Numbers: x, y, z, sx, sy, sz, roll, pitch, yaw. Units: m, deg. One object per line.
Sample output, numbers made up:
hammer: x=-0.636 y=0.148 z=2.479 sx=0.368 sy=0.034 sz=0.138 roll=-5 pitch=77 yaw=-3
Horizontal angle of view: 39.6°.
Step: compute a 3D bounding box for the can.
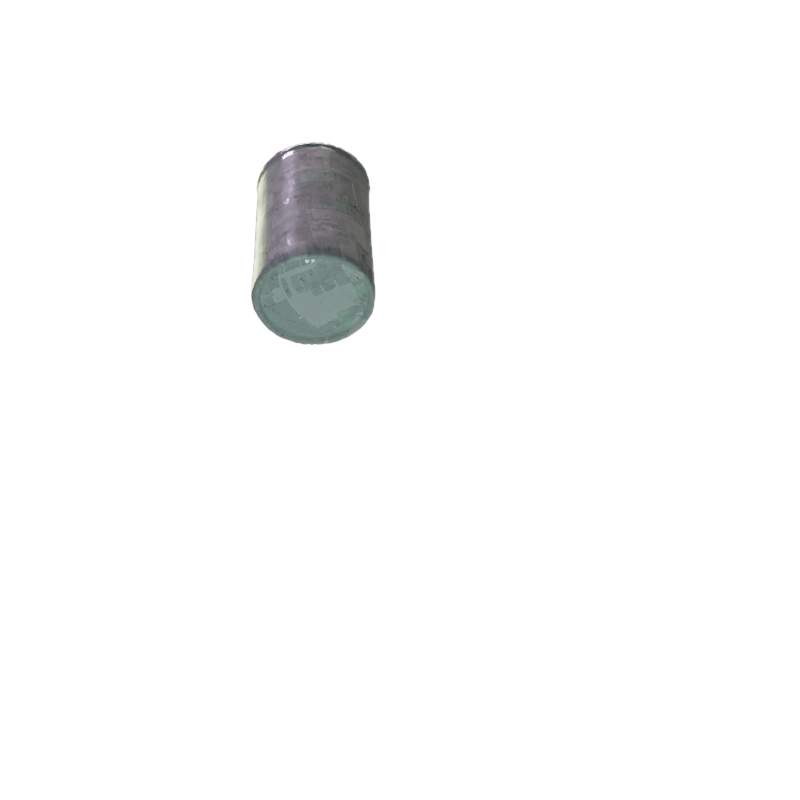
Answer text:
can: x=-0.049 y=-0.090 z=0.628 sx=0.068 sy=0.064 sz=0.110 roll=-1 pitch=44 yaw=-3
